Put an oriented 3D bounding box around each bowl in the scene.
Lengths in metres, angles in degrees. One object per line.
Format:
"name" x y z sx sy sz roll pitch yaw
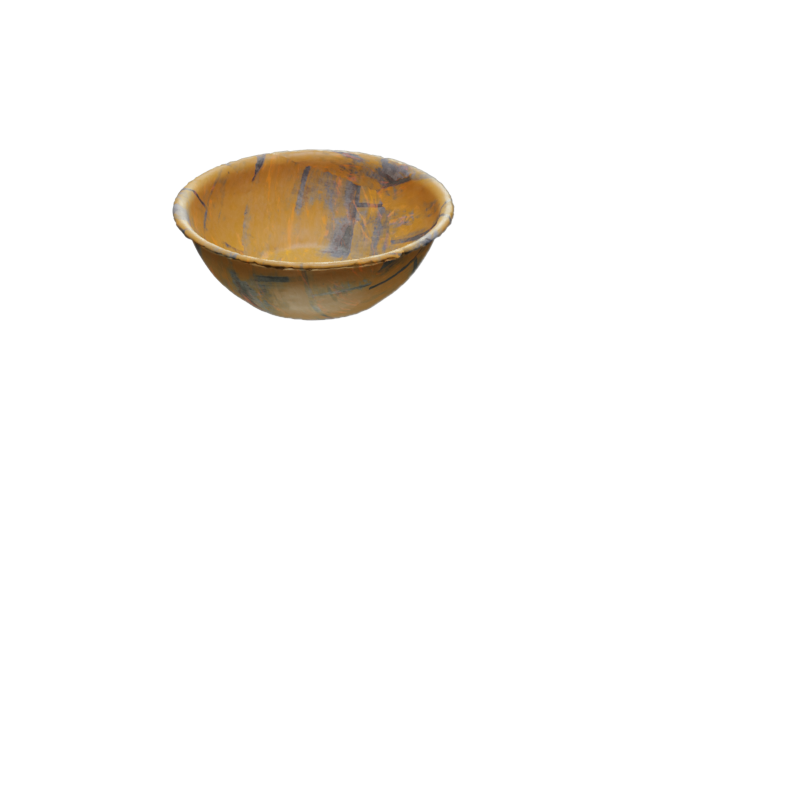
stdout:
"bowl" -0.051 -0.092 0.648 0.162 0.052 0.172 -1 32 -2
